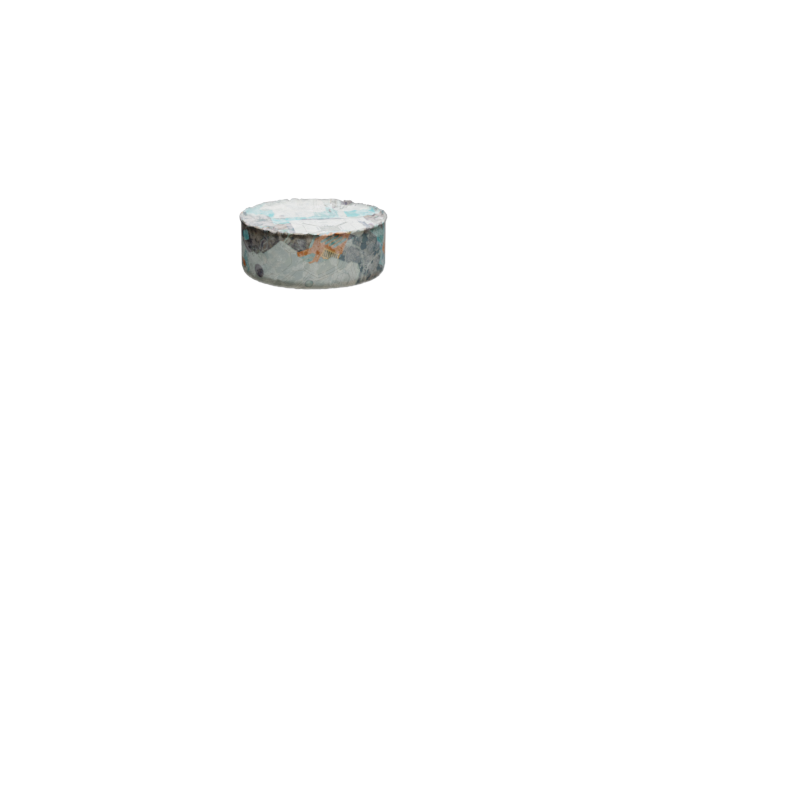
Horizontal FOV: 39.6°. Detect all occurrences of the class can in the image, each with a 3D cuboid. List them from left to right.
[{"bbox_3d":[-0.051,-0.092,0.648,0.086,0.032,0.090,-1,22,-2],"label":"can"}]
